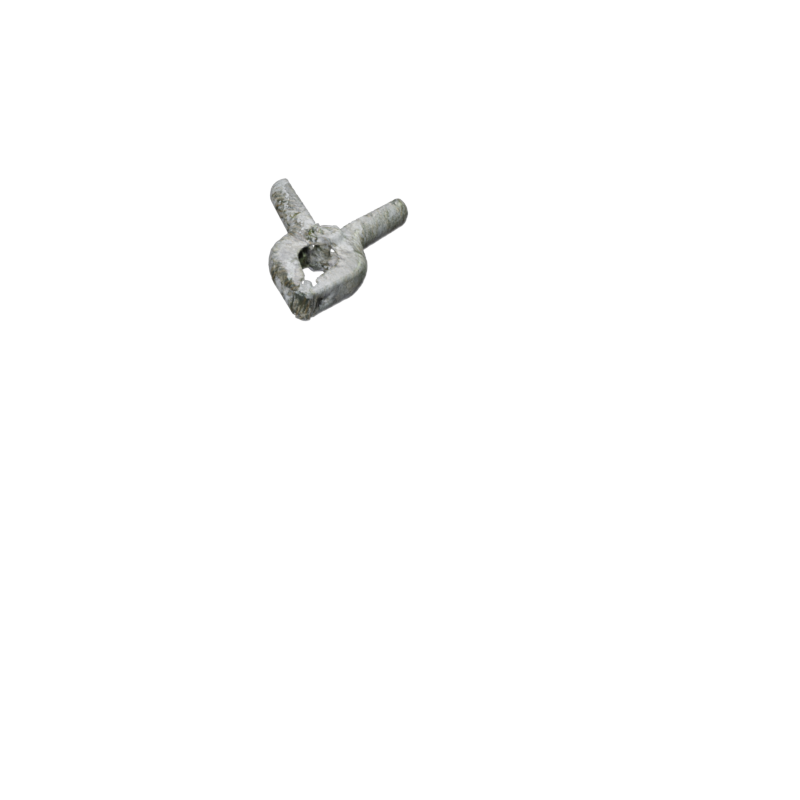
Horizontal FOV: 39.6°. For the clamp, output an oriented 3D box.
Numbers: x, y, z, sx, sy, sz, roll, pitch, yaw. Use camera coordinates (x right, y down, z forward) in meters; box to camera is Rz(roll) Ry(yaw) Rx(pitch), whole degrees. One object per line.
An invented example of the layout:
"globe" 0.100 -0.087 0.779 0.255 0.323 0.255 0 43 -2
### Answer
"clamp" -0.071 -0.130 0.913 0.123 0.037 0.178 10 37 14
